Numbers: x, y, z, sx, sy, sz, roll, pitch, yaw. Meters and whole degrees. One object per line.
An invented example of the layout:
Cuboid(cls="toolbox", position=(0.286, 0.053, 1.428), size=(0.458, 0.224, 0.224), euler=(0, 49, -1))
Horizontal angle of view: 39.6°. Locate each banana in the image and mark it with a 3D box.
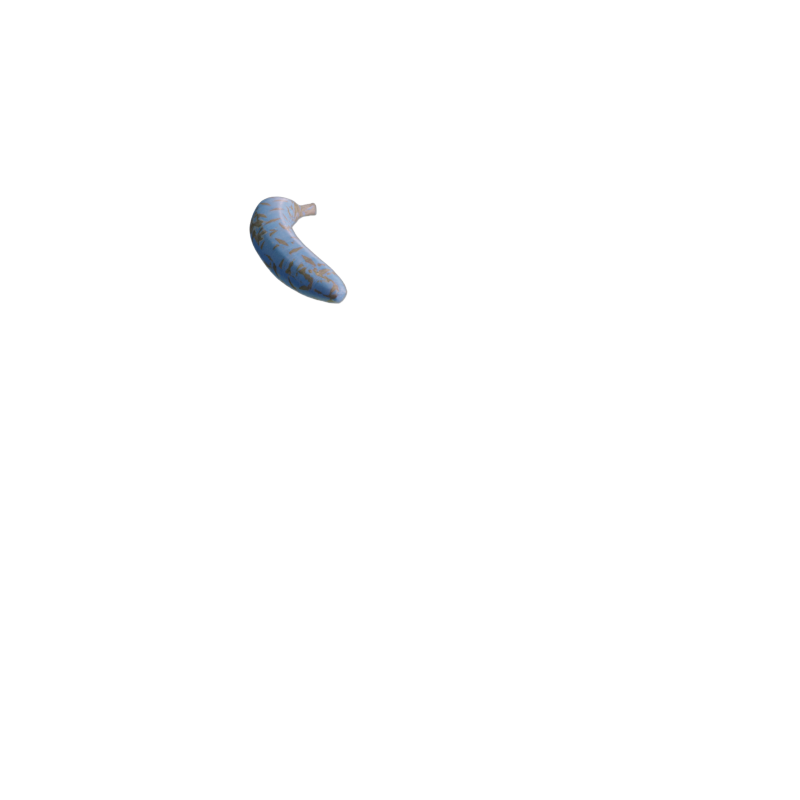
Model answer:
Cuboid(cls="banana", position=(-0.094, -0.137, 0.958), size=(0.069, 0.035, 0.212), euler=(-5, 32, -9))
